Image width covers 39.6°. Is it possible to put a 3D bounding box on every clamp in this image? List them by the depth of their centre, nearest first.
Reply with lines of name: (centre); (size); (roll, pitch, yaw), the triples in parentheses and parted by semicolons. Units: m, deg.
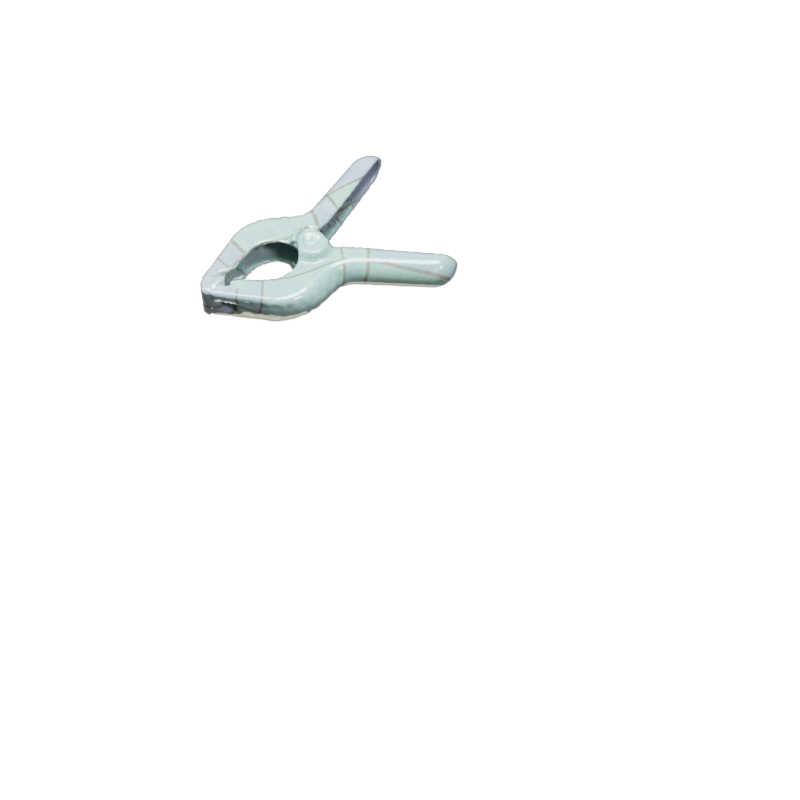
clamp: (-0.060, -0.109, 0.765); (0.170, 0.130, 0.036); (-15, -40, -13)
